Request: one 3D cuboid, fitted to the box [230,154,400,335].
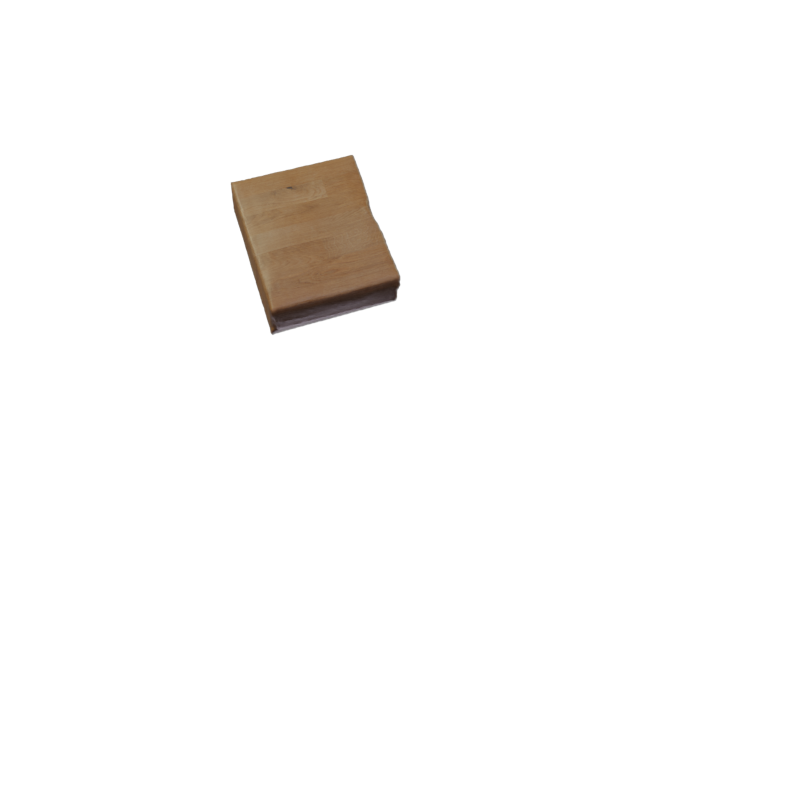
[{"bbox_3d":[-0.048,-0.088,0.616,0.073,0.096,0.028,-15,-28,-9],"label":"box"}]
